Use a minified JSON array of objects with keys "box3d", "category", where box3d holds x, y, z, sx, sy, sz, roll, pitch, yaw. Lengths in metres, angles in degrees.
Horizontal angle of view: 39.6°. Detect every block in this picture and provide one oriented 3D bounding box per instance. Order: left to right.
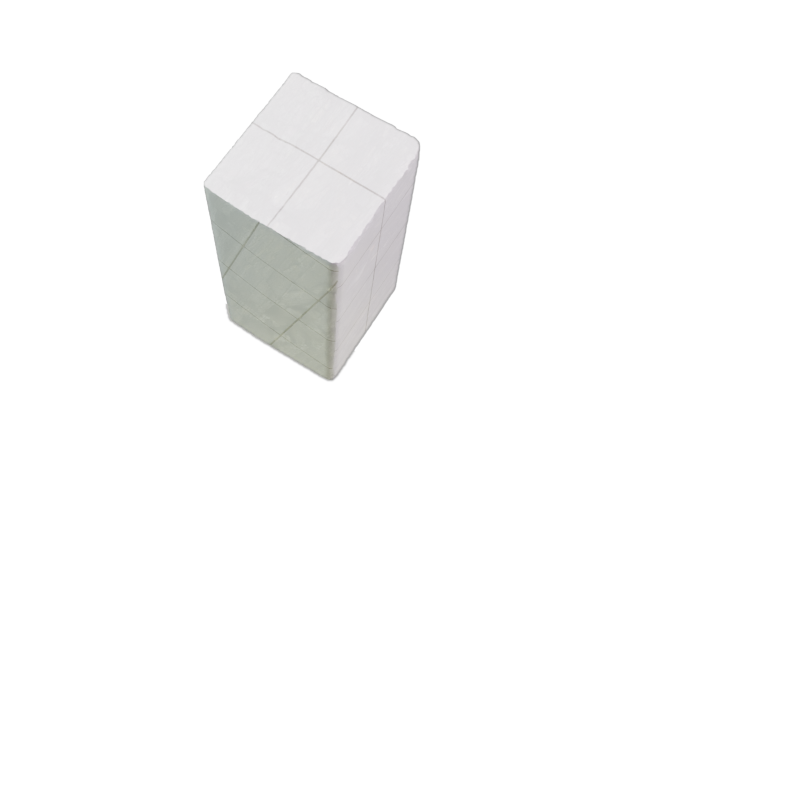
[{"box3d":[-0.054,-0.099,0.696,0.092,0.093,0.197,32,-18,7],"category":"block"}]
